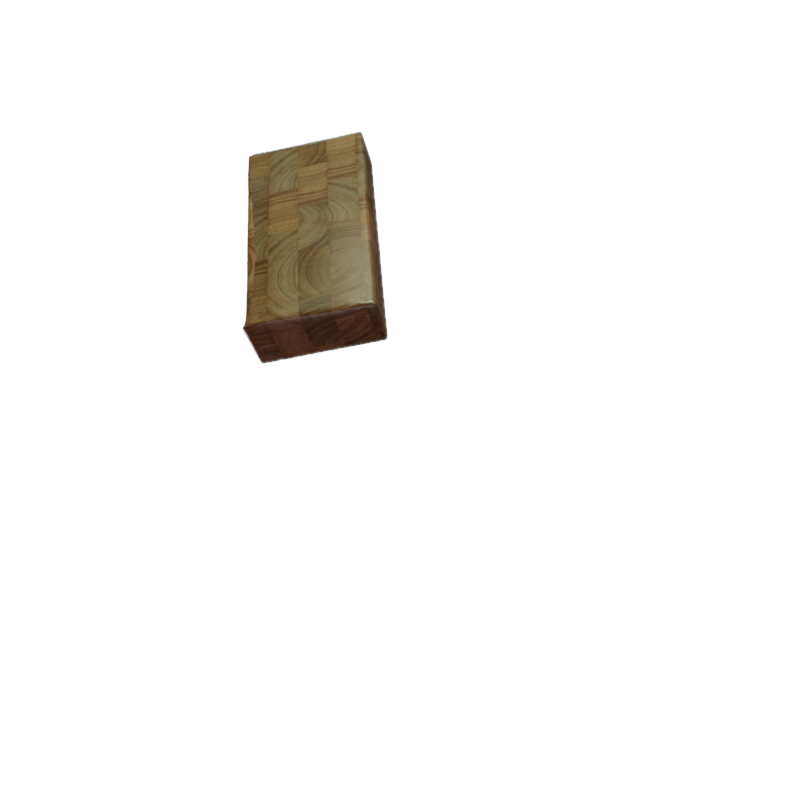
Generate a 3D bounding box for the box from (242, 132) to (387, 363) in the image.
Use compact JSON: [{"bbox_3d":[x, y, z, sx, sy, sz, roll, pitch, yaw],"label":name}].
[{"bbox_3d":[-0.062,-0.114,0.802,0.094,0.189,0.044,-11,-43,8],"label":"box"}]
